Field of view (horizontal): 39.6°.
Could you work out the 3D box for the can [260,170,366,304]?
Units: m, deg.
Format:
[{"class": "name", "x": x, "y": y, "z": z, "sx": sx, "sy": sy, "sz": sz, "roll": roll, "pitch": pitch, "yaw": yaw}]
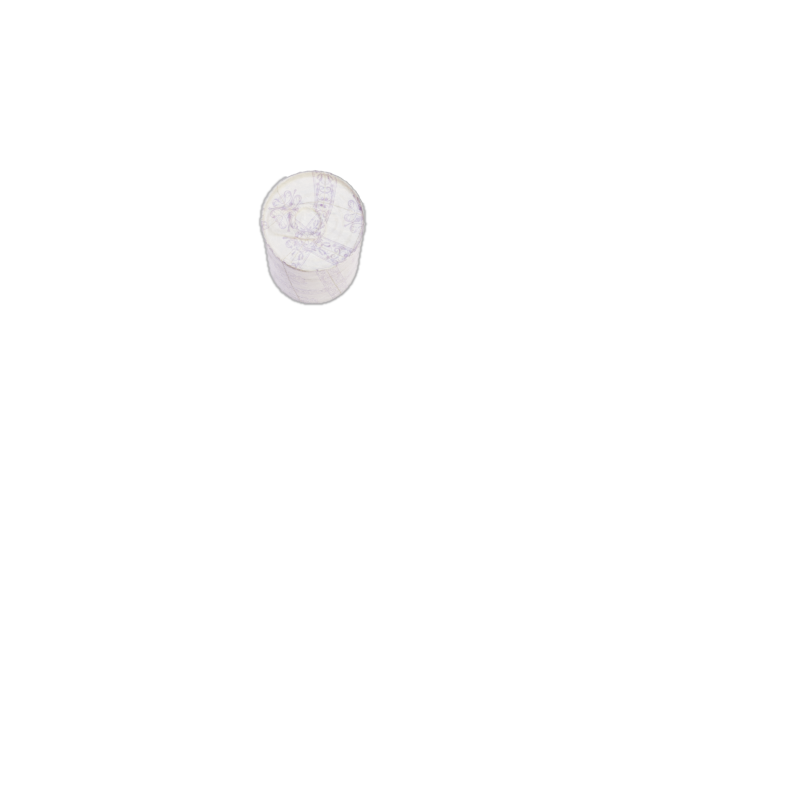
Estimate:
[{"class": "can", "x": -0.059, "y": -0.108, "z": 0.759, "sx": 0.068, "sy": 0.071, "sz": 0.099, "roll": 0, "pitch": -11, "yaw": -3}]
